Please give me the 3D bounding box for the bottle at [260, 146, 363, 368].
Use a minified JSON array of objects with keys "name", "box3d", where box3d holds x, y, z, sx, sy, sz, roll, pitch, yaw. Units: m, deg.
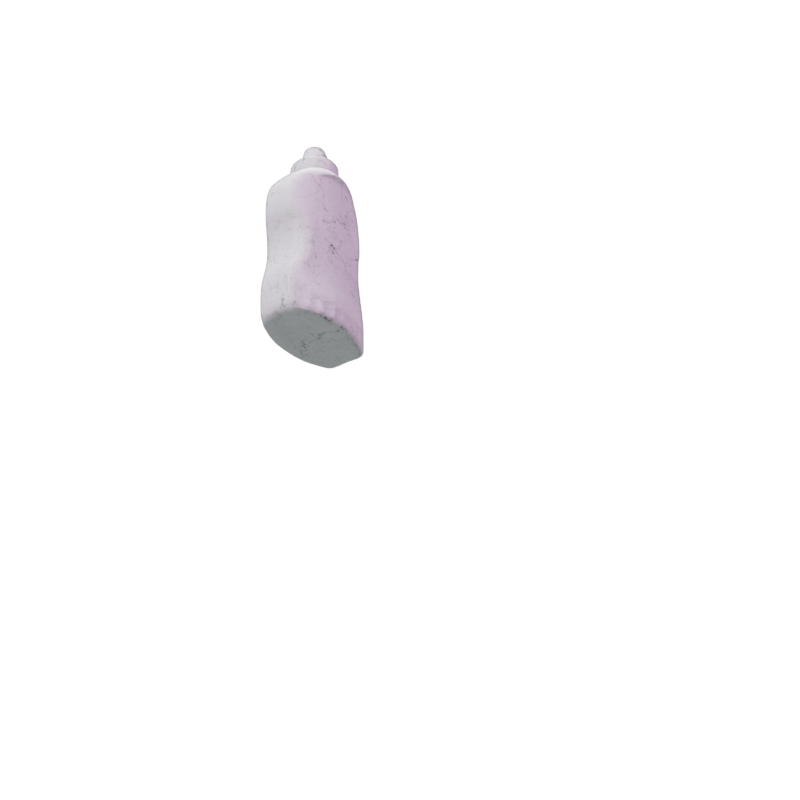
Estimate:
[{"name":"bottle","box3d":[-0.070,-0.128,0.897,0.059,0.205,0.089,-25,-40,29]}]
